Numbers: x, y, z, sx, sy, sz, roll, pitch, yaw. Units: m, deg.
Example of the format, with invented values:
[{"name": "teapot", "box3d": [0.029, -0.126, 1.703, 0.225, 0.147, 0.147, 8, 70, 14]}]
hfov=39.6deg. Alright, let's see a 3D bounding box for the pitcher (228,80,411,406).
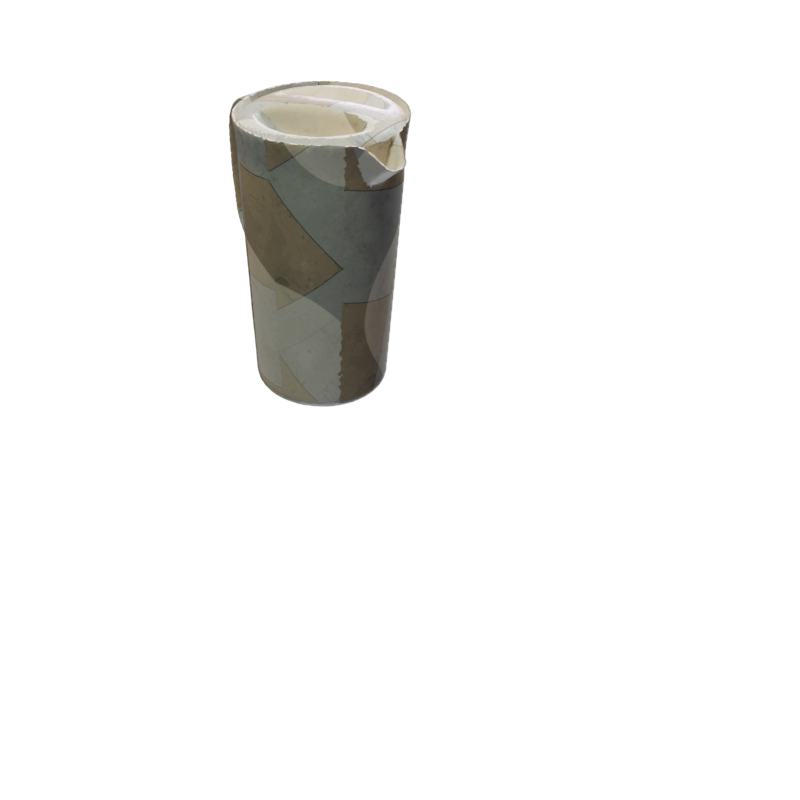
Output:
[{"name": "pitcher", "box3d": [-0.069, -0.126, 0.880, 0.145, 0.229, 0.158, 2, 31, 0]}]
